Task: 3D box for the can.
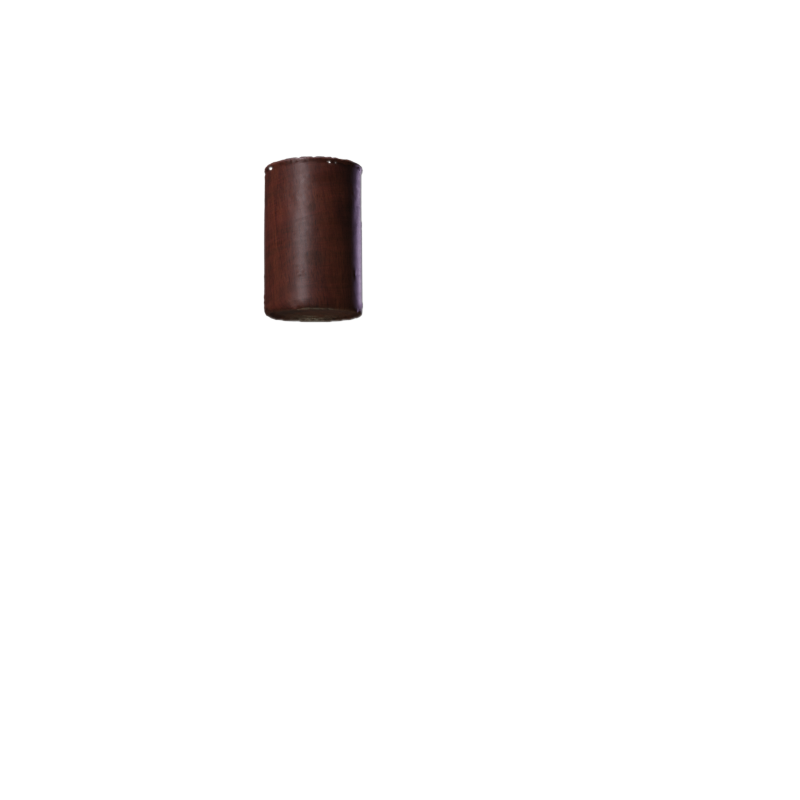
[{"bbox_3d":[-0.059,-0.108,0.753,0.068,0.105,0.067,0,-9,-2],"label":"can"}]
